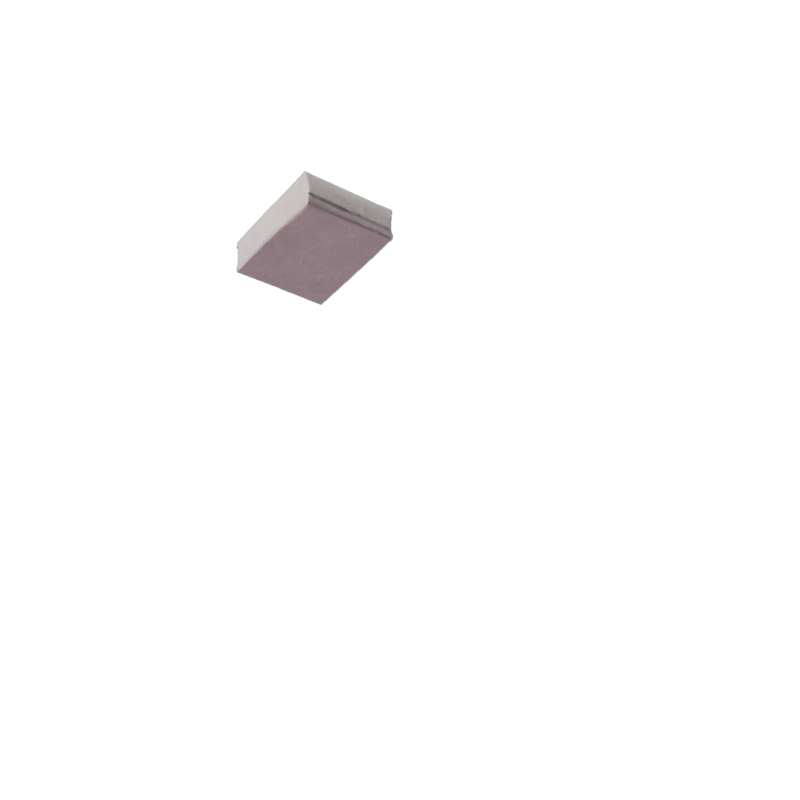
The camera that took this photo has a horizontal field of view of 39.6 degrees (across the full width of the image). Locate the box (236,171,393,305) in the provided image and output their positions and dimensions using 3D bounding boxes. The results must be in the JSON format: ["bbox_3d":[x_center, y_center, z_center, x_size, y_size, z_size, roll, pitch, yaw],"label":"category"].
[{"bbox_3d":[-0.074,-0.135,0.943,0.085,0.042,0.112,21,-38,-30],"label":"box"}]
